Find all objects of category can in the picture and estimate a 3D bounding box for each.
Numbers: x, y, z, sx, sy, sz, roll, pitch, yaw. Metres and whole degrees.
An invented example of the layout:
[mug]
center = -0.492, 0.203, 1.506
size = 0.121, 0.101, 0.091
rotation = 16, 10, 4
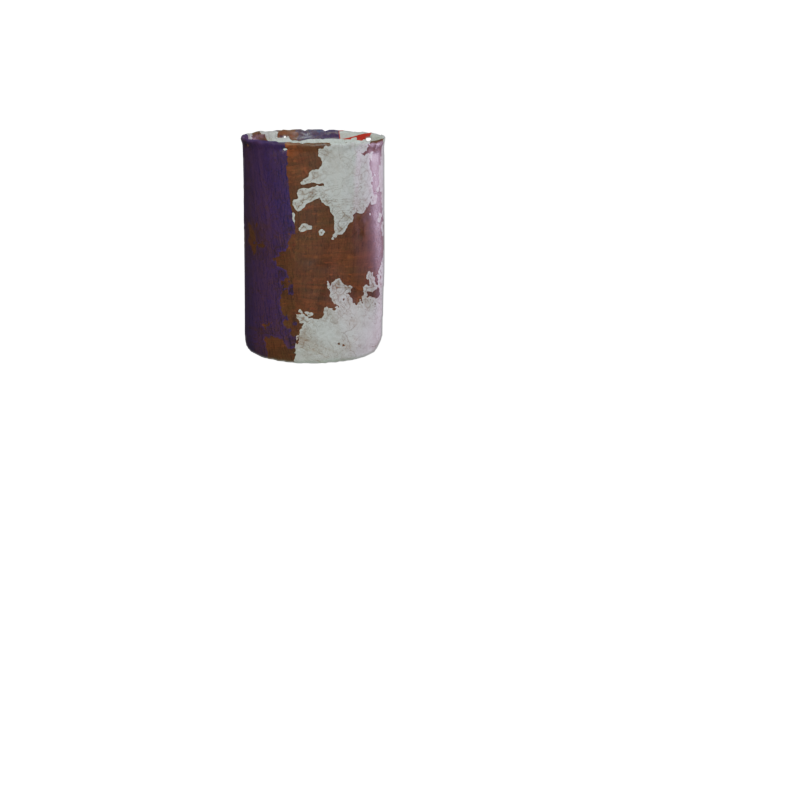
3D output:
[can]
center = -0.041, -0.076, 0.529
size = 0.068, 0.099, 0.071
rotation = 0, 14, -2
